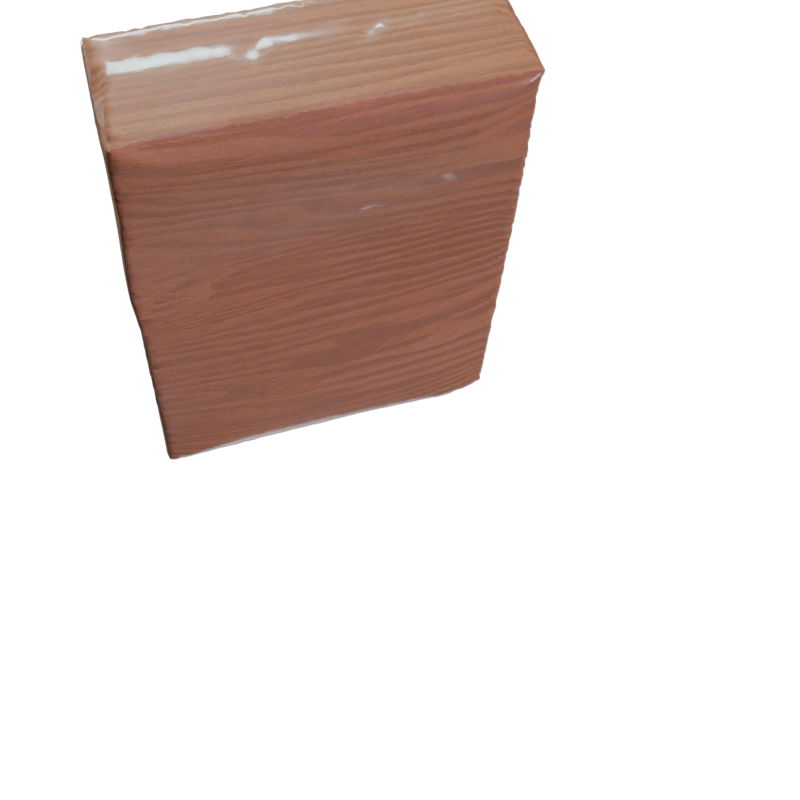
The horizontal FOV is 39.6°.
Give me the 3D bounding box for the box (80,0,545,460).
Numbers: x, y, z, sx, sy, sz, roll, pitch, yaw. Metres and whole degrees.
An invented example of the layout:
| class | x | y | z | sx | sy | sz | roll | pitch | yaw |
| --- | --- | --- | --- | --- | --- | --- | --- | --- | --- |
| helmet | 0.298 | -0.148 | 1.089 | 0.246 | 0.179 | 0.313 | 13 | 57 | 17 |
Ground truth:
| class | x | y | z | sx | sy | sz | roll | pitch | yaw |
| --- | --- | --- | --- | --- | --- | --- | --- | --- | --- |
| box | -0.038 | -0.069 | 0.483 | 0.163 | 0.077 | 0.200 | -13 | -32 | -11 |
